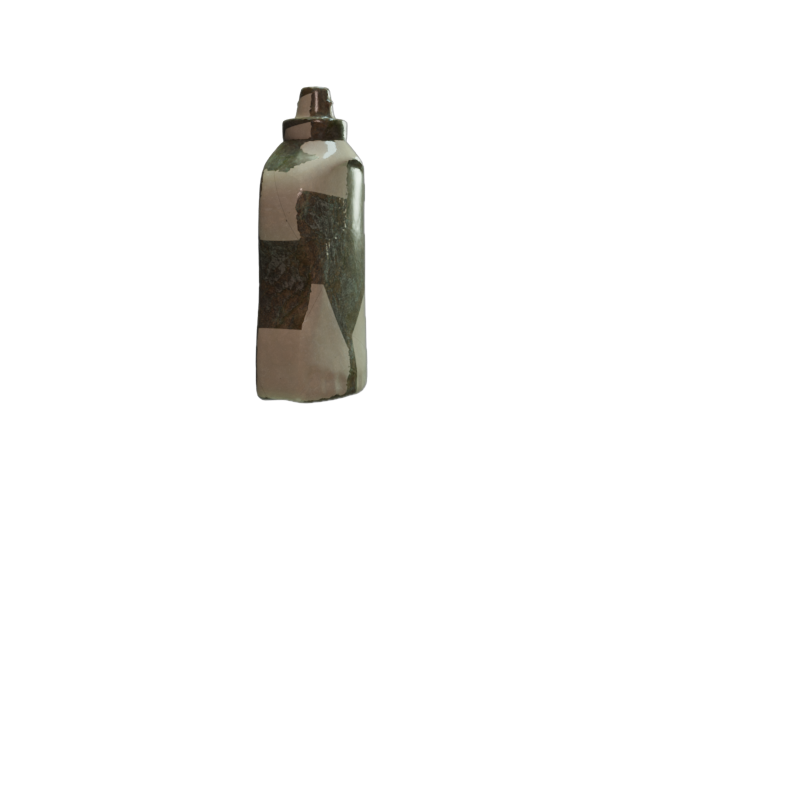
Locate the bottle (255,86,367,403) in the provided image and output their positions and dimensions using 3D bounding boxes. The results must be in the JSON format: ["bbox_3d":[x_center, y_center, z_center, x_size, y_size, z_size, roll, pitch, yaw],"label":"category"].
[{"bbox_3d":[-0.054,-0.099,0.691,0.060,0.192,0.093,0,1,26],"label":"bottle"}]
